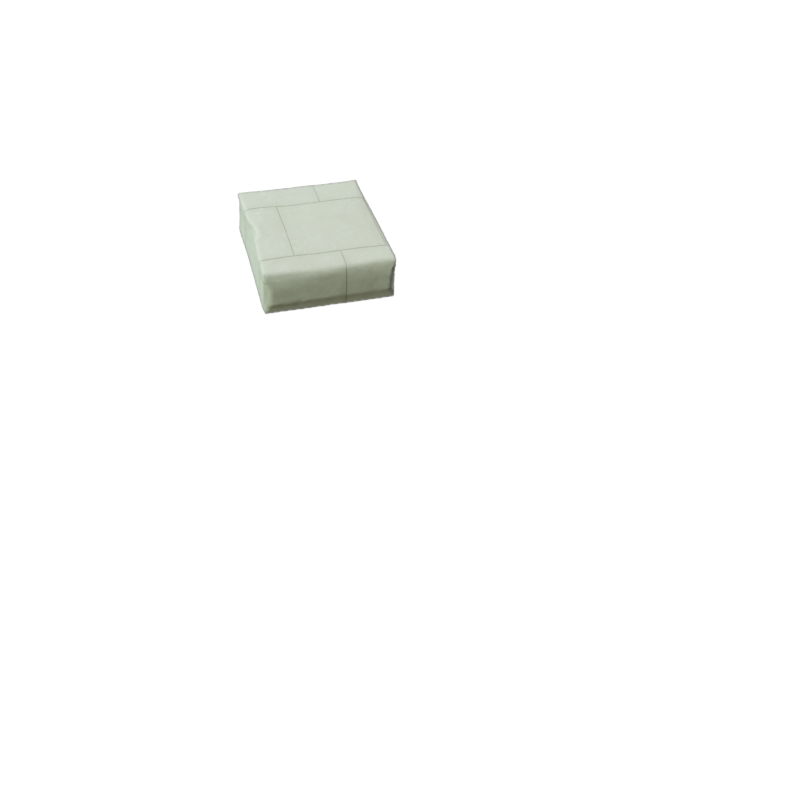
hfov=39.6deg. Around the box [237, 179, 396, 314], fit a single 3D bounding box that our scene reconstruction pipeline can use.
[{"bbox_3d":[-0.049,-0.090,0.626,0.072,0.028,0.096,-9,39,-11],"label":"box"}]
